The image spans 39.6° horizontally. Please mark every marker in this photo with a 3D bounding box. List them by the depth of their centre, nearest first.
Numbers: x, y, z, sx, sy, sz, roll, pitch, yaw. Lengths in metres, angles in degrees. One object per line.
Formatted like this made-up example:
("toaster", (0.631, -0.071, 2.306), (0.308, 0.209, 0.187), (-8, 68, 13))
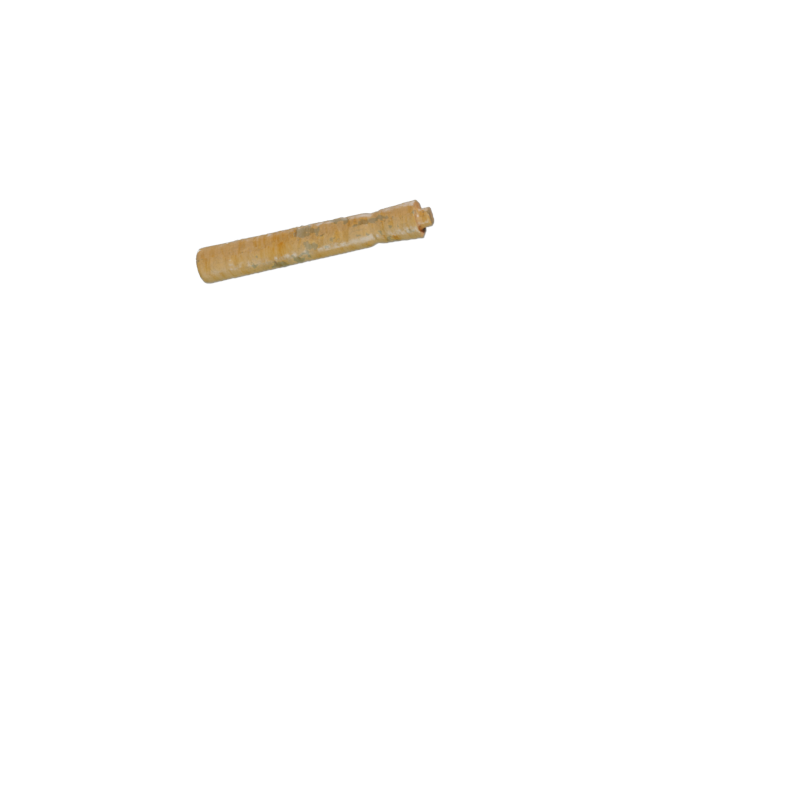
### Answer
("marker", (-0.042, -0.077, 0.543), (0.123, 0.020, 0.019), (-10, 1, 19))
